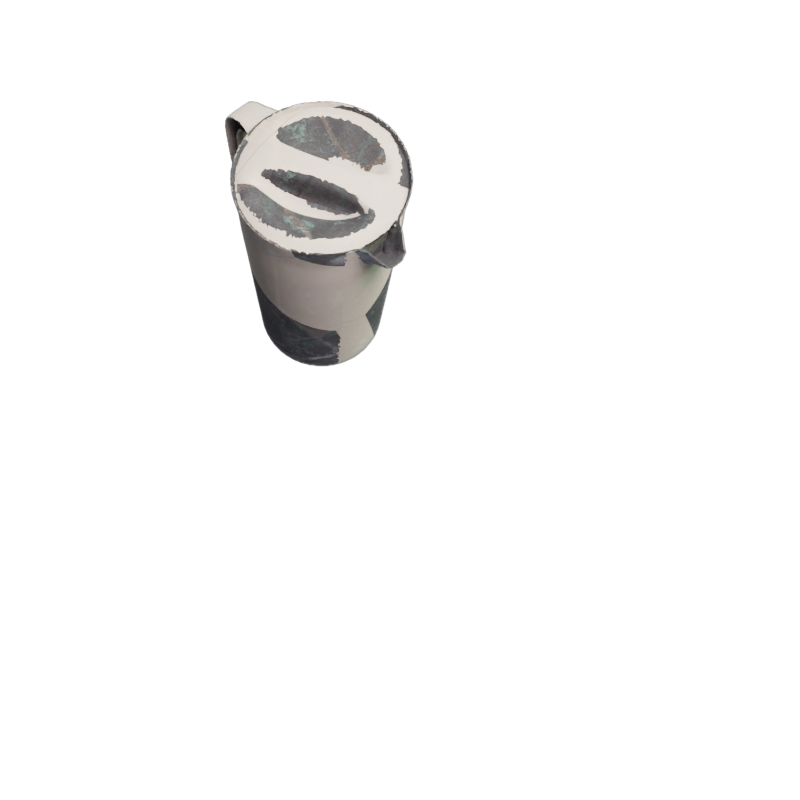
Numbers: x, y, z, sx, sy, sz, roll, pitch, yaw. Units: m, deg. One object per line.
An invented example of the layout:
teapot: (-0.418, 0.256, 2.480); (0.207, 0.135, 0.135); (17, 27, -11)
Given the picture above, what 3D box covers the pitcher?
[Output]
pitcher: (-0.071, -0.129, 0.906); (0.145, 0.158, 0.230); (3, -24, -2)
